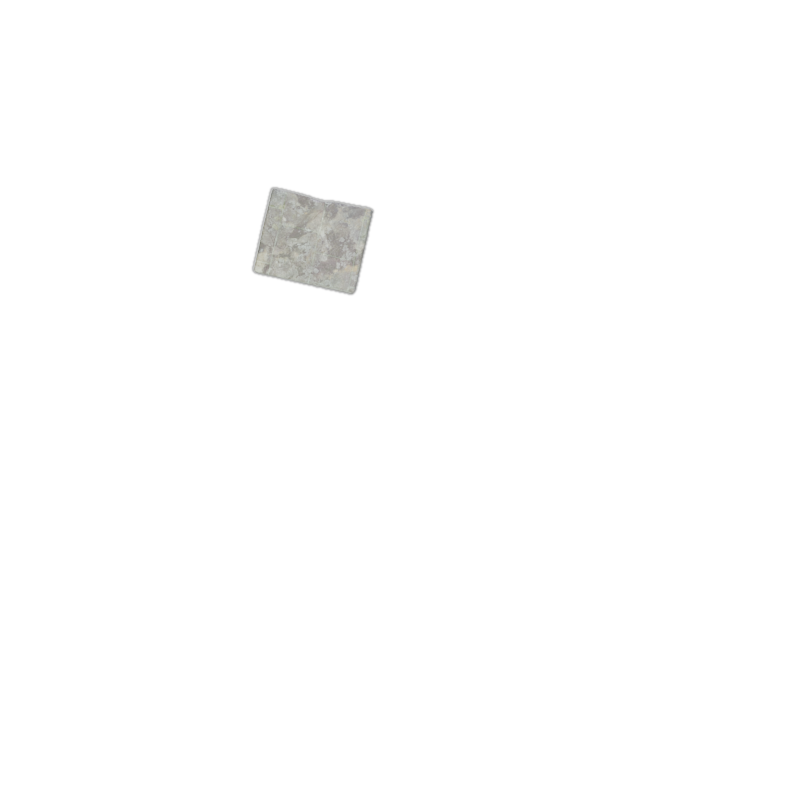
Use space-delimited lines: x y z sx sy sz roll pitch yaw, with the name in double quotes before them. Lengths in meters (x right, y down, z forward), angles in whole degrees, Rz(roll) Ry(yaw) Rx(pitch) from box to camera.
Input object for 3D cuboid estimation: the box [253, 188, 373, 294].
"box" -0.074 -0.134 0.941 0.089 0.074 0.030 12 -5 1
